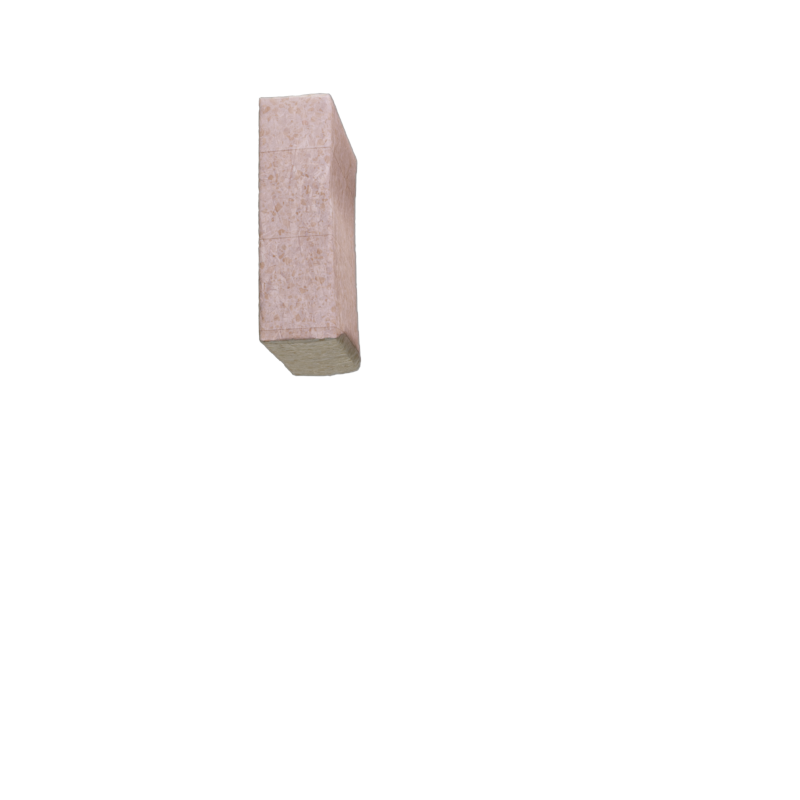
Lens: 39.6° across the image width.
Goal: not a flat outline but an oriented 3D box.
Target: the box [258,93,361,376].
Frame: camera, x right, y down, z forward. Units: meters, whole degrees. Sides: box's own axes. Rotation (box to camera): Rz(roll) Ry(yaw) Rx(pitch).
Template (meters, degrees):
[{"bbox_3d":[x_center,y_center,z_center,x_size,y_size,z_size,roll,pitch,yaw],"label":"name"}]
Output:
[{"bbox_3d":[-0.076,-0.139,0.977,0.072,0.222,0.157,-3,-14,5],"label":"box"}]
